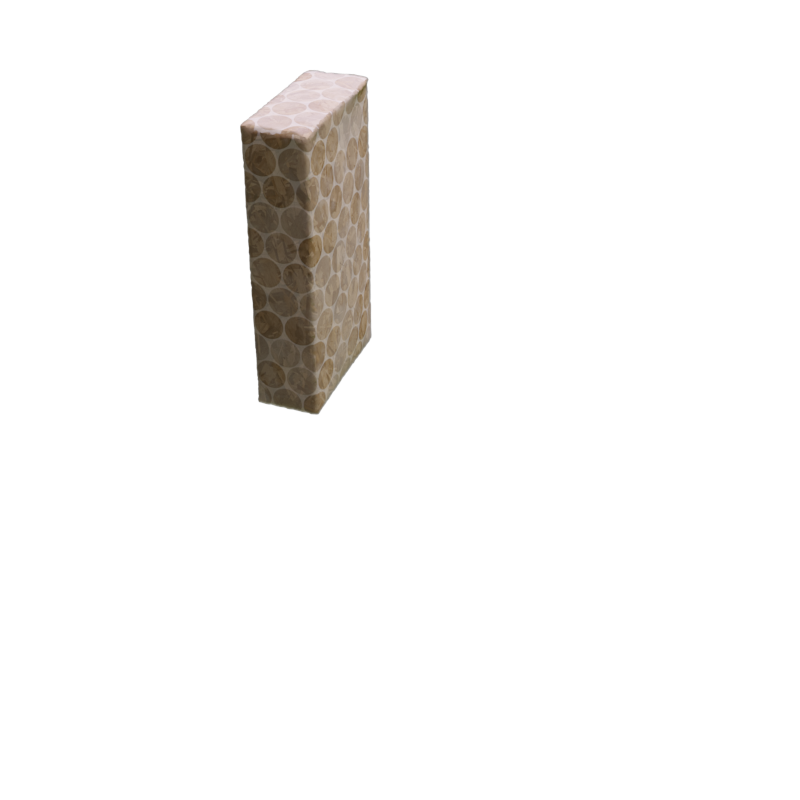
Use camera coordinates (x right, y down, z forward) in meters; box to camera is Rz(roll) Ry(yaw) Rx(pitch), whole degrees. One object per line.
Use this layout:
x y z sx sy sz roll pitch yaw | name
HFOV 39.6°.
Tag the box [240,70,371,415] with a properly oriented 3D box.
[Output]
-0.050 -0.091 0.639 0.049 0.166 0.096 12 34 15 | box
